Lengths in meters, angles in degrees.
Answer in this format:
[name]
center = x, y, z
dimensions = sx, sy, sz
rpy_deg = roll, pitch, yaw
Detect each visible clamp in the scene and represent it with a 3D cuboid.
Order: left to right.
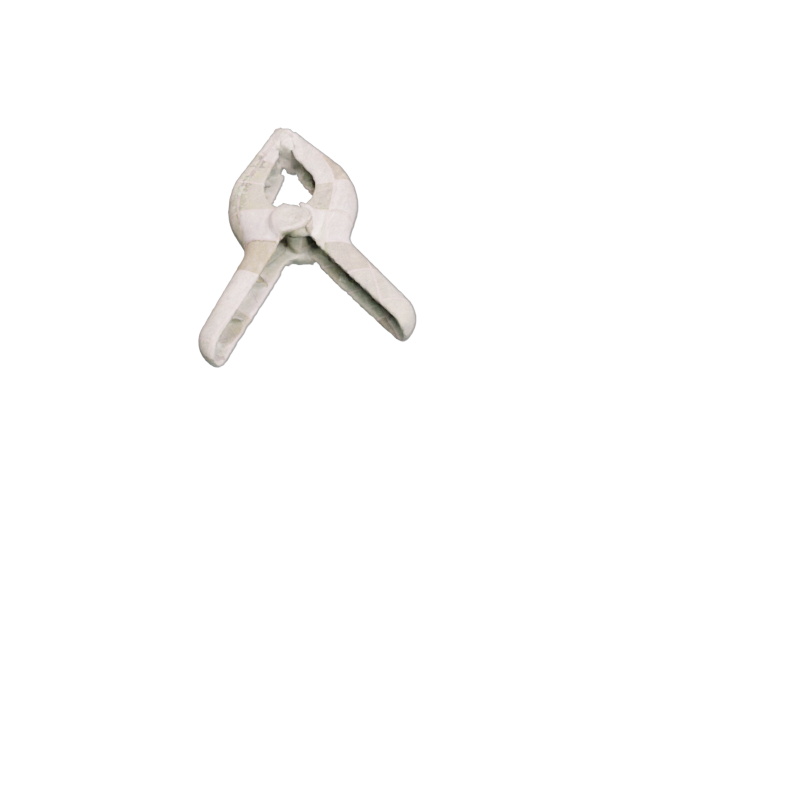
[clamp]
center = -0.051, -0.094, 0.657
dimensions = 0.120, 0.183, 0.037
rpy_deg = 1, -35, 0
